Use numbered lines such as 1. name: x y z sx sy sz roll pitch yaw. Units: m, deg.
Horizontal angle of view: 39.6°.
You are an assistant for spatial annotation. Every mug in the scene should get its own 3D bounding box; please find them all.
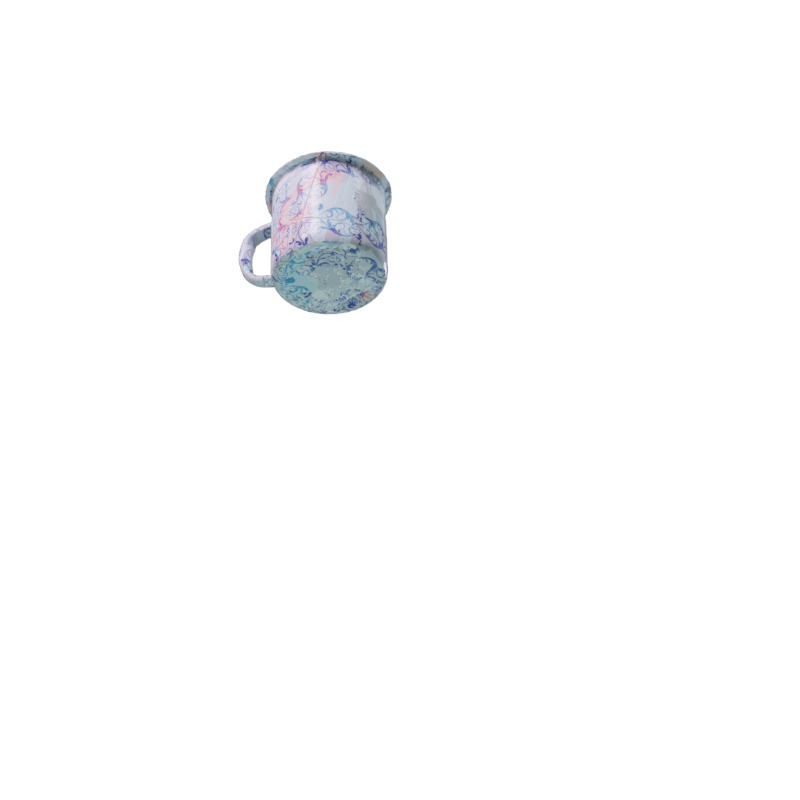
1. mug: -0.062 -0.113 0.790 0.118 0.087 0.086 -13 -39 15
